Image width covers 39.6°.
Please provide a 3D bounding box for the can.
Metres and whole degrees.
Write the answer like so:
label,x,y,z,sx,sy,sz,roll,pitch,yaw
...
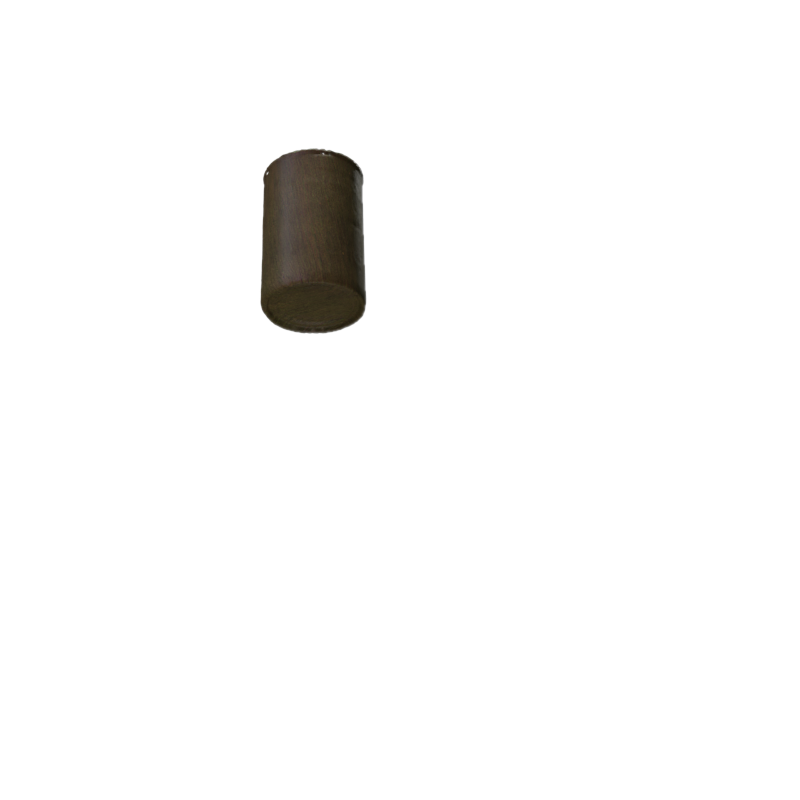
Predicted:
label,x,y,z,sx,sy,sz,roll,pitch,yaw
can,-0.056,-0.103,0.722,0.068,0.109,0.064,-1,-31,-2
